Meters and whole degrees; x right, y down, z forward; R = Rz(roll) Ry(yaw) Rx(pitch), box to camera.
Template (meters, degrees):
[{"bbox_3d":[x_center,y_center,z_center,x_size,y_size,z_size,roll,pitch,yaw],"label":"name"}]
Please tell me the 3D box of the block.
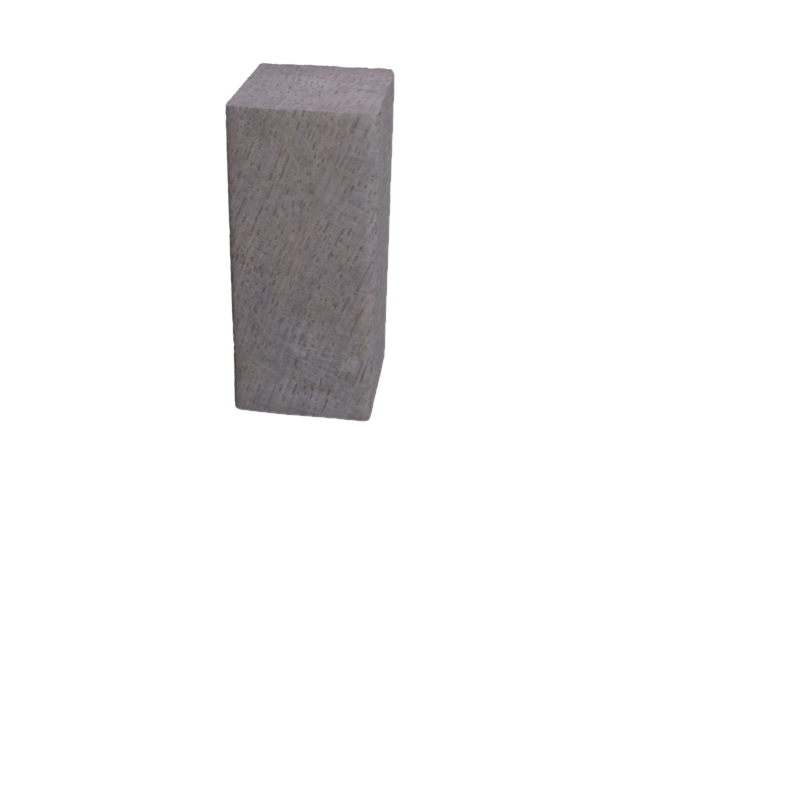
[{"bbox_3d":[-0.055,-0.100,0.704,0.091,0.195,0.095,5,27,6],"label":"block"}]
